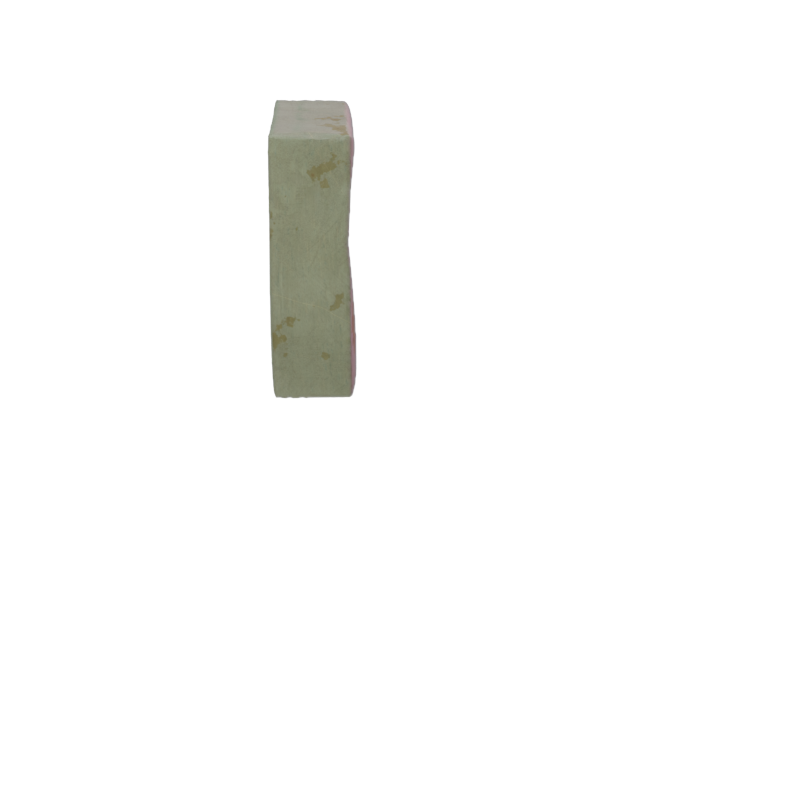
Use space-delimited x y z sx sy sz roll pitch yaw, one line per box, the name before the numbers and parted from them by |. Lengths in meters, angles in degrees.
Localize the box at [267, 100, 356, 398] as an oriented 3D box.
box | -0.072 -0.132 0.923 0.072 0.205 0.172 0 20 -4
